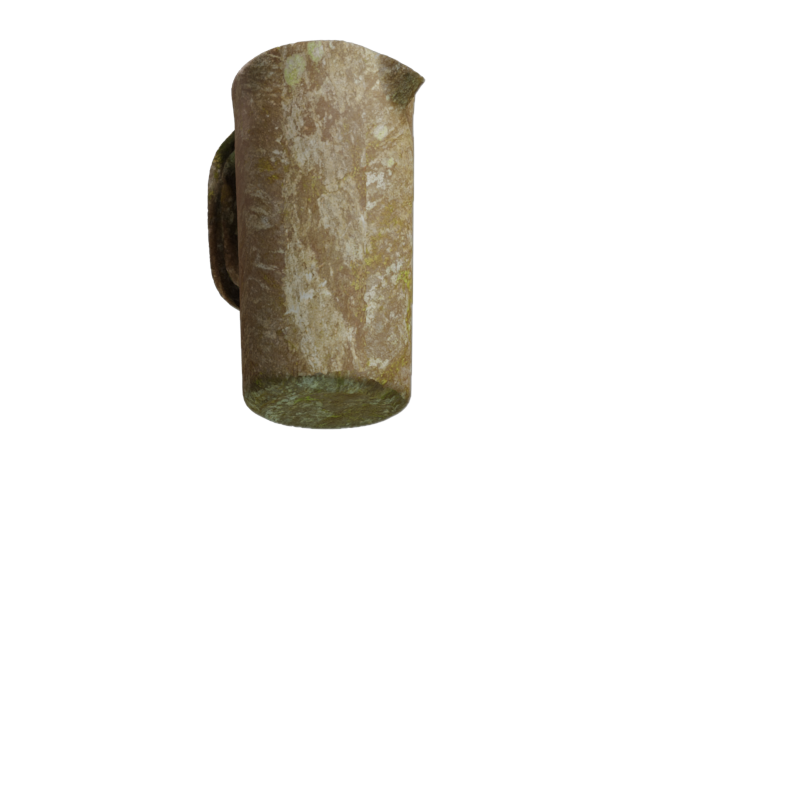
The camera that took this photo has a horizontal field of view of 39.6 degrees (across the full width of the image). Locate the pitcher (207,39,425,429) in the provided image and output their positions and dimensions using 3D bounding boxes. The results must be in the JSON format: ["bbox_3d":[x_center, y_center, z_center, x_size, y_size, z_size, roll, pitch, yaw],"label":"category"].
[{"bbox_3d":[-0.059,-0.108,0.757,0.143,0.256,0.143,2,-22,-9],"label":"pitcher"}]
